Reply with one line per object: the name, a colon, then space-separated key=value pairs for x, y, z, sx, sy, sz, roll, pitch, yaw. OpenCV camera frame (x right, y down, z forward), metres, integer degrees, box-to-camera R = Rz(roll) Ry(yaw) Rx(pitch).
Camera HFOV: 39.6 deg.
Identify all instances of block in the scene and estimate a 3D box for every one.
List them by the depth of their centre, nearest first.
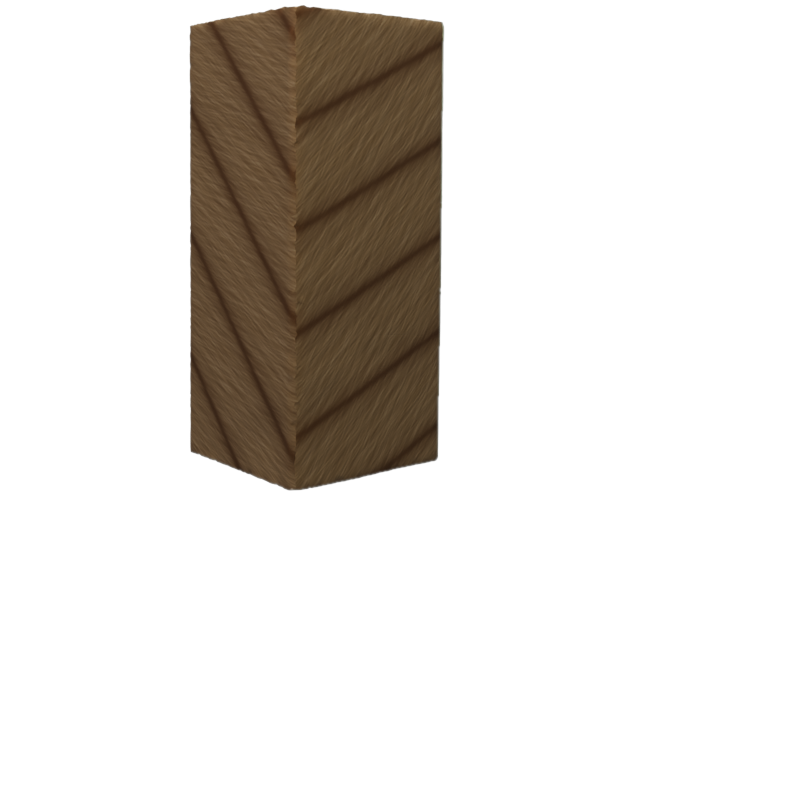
block: x=-0.041 y=-0.075 z=0.526 sx=0.087 sy=0.204 sz=0.095 roll=-4 pitch=6 yaw=-39
